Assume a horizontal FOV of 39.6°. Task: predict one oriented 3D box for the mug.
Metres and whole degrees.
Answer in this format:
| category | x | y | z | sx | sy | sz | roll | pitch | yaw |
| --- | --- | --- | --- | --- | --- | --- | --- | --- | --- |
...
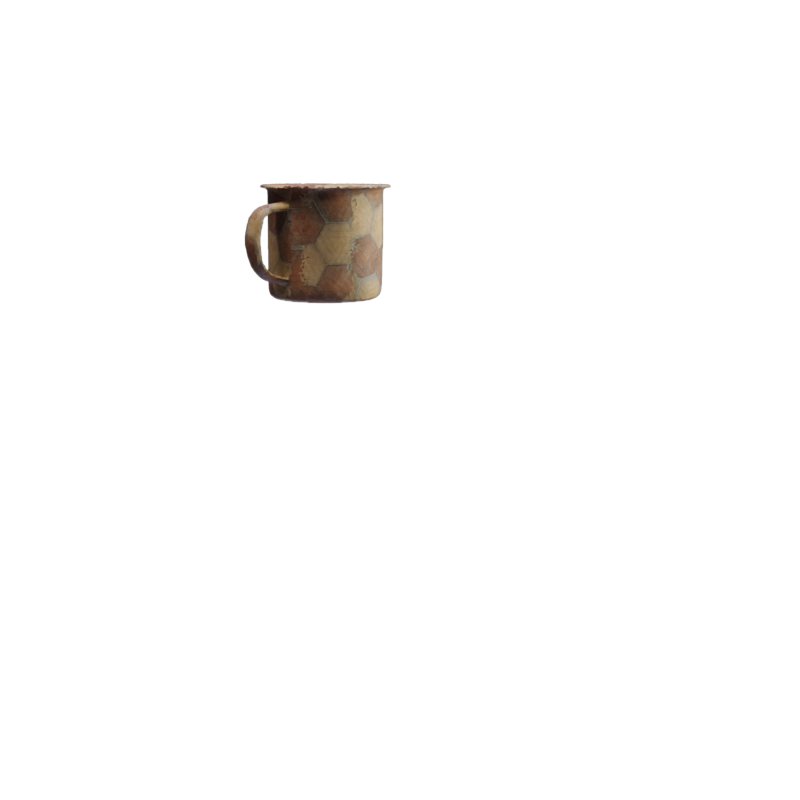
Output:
| category | x | y | z | sx | sy | sz | roll | pitch | yaw |
| --- | --- | --- | --- | --- | --- | --- | --- | --- | --- |
| mug | -0.061 | -0.112 | 0.784 | 0.098 | 0.080 | 0.114 | 8 | 12 | 42 |
